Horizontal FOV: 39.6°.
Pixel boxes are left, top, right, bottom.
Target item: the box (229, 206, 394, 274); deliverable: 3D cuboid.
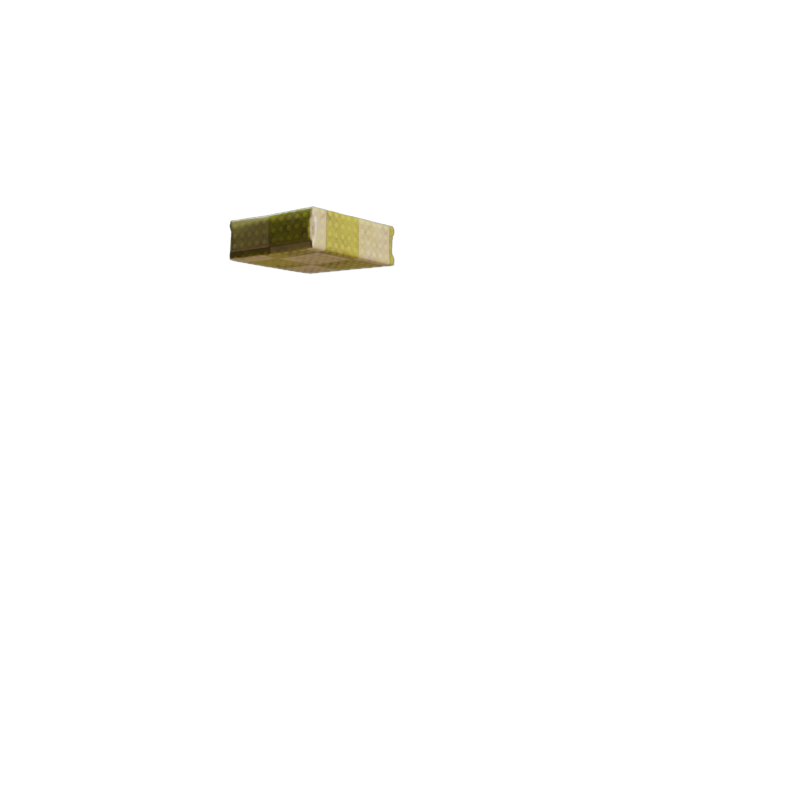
[{"bbox_3d":[-0.058,-0.105,0.739,0.075,0.031,0.085,-2,-3,38],"label":"box"}]
